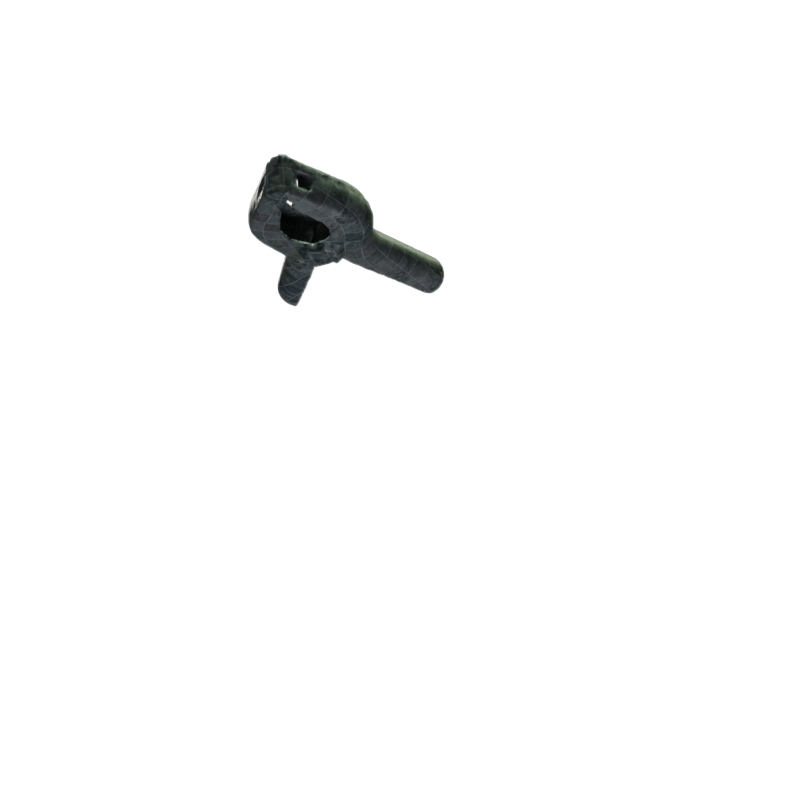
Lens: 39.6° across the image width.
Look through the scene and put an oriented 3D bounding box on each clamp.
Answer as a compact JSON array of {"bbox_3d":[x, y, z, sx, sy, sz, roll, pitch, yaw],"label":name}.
[{"bbox_3d":[-0.057,-0.104,0.730,0.122,0.042,0.159,-14,-29,25],"label":"clamp"}]
